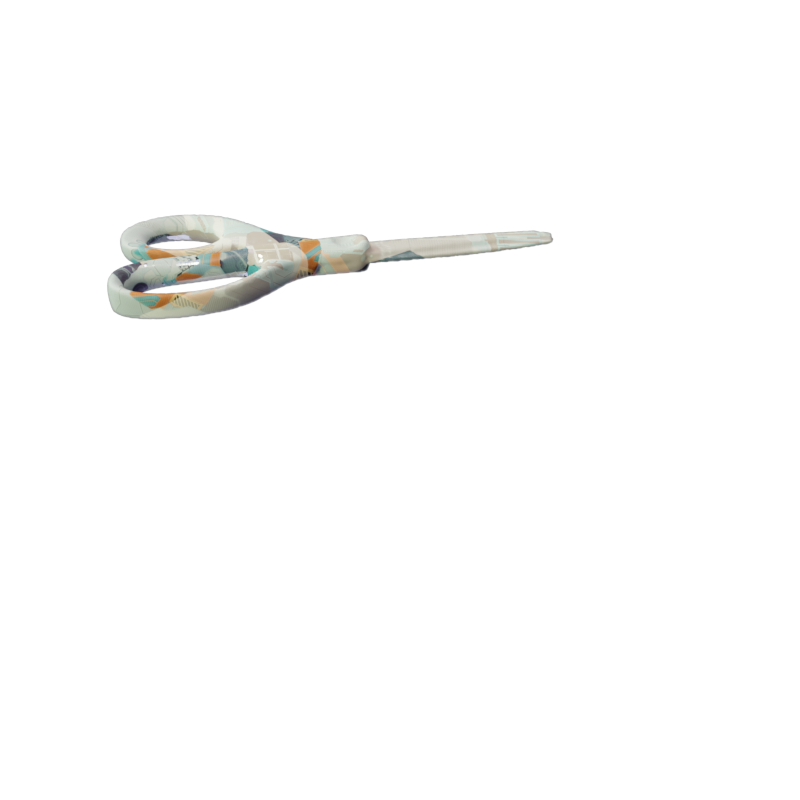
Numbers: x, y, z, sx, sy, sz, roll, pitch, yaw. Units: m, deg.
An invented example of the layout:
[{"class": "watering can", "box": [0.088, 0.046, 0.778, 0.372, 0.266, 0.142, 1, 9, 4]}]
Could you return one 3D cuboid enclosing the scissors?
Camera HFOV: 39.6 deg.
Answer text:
[{"class": "scissors", "box": [-0.040, -0.073, 0.509, 0.198, 0.015, 0.103, -15, 33, -25]}]
